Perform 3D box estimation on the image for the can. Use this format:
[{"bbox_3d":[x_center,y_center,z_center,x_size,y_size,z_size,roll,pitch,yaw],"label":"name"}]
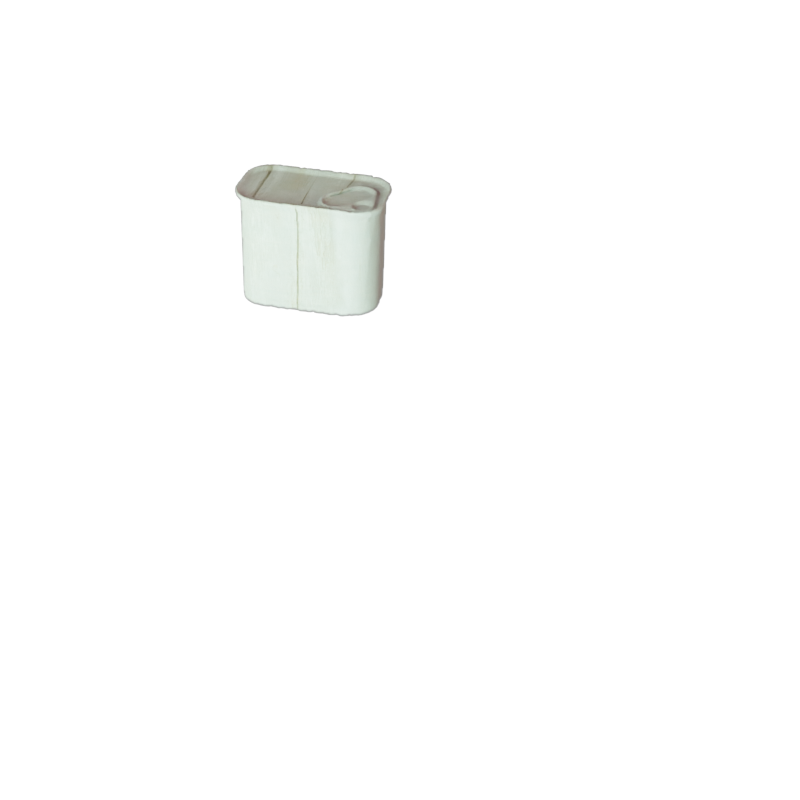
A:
[{"bbox_3d":[-0.059,-0.108,0.758,0.104,0.079,0.060,9,33,11],"label":"can"}]
